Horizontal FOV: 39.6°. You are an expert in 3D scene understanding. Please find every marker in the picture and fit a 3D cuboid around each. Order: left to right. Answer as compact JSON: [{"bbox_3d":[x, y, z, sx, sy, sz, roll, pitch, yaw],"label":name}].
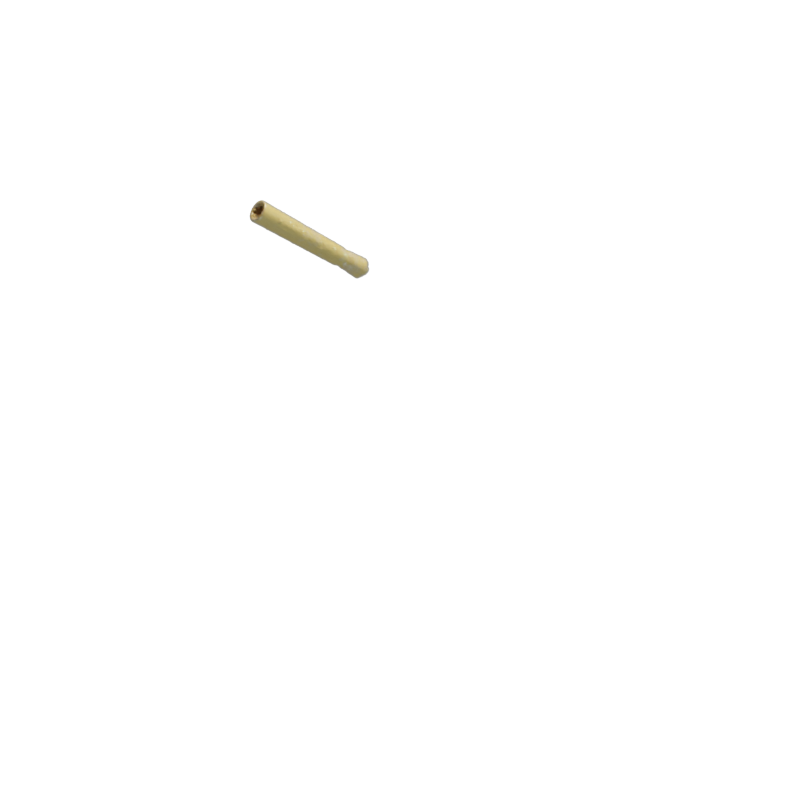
[{"bbox_3d":[-0.070,-0.128,0.899,0.113,0.020,0.021,25,-13,-36],"label":"marker"}]
